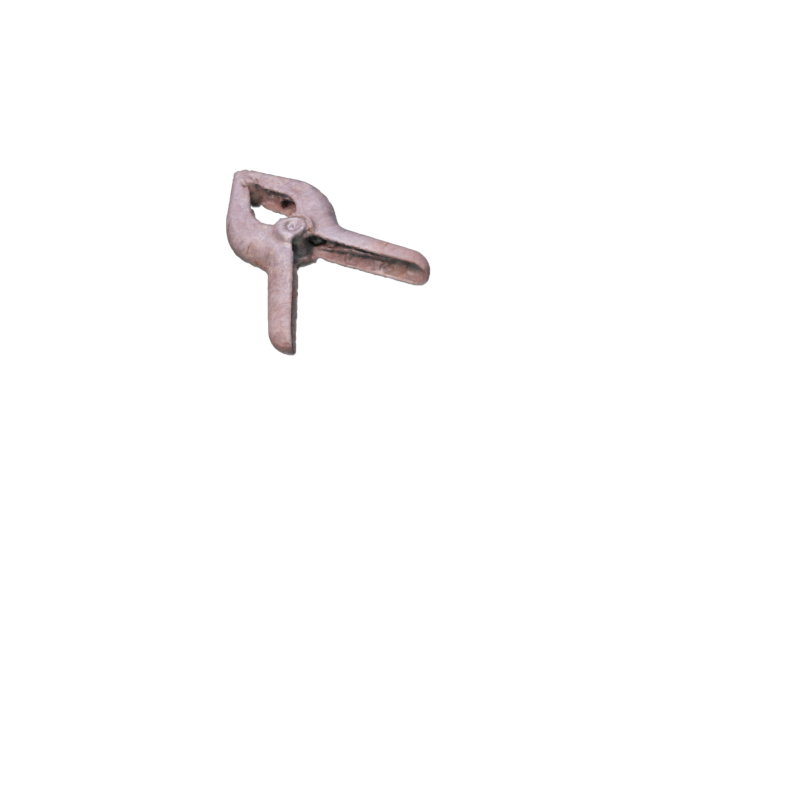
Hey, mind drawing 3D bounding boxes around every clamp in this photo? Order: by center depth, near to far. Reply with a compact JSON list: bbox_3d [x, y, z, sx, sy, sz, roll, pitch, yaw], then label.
[{"bbox_3d":[-0.061,-0.111,0.780,0.119,0.186,0.036,-18,-39,-16],"label":"clamp"}]
